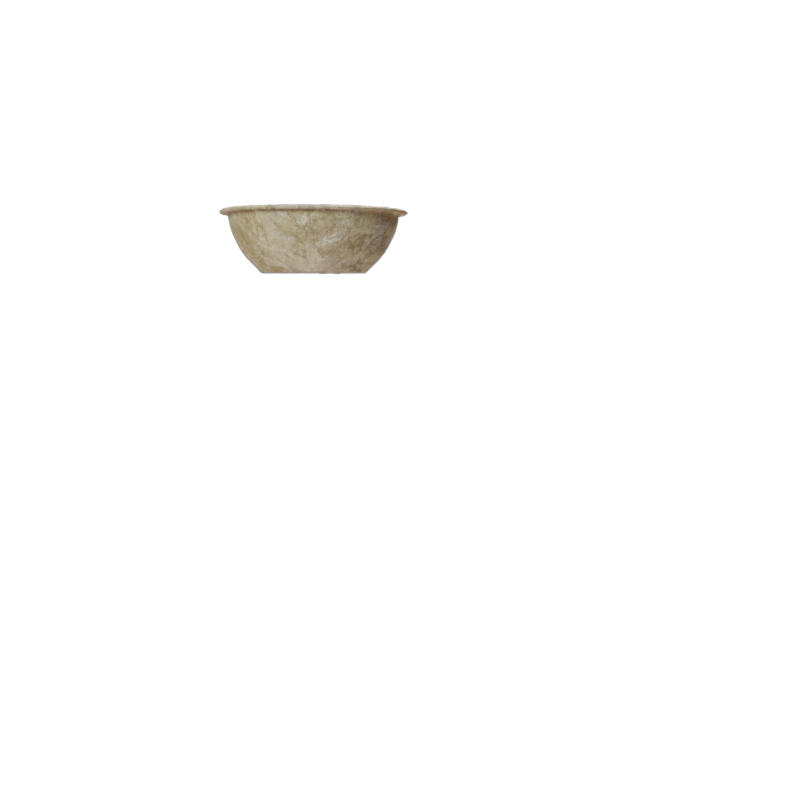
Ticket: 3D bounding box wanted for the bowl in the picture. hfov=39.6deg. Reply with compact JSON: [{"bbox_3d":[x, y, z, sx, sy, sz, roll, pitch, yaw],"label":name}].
[{"bbox_3d":[-0.075,-0.136,0.953,0.162,0.055,0.163,0,5,-2],"label":"bowl"}]
